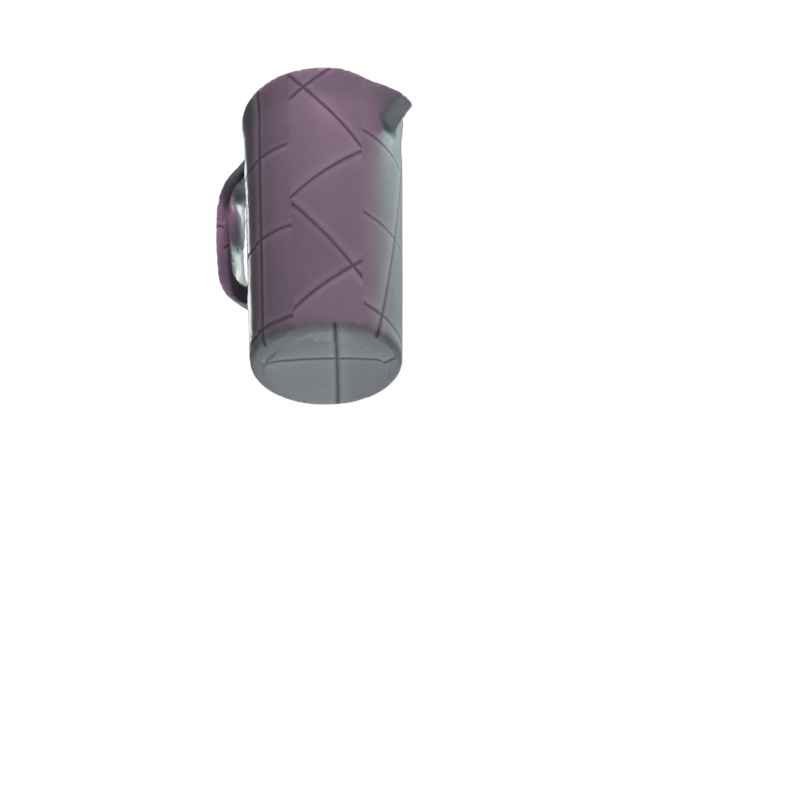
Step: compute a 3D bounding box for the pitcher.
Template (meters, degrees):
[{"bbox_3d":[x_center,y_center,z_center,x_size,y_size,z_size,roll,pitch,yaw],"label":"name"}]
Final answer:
[{"bbox_3d":[-0.067,-0.121,0.851,0.143,0.260,0.141,4,-34,-10],"label":"pitcher"}]
